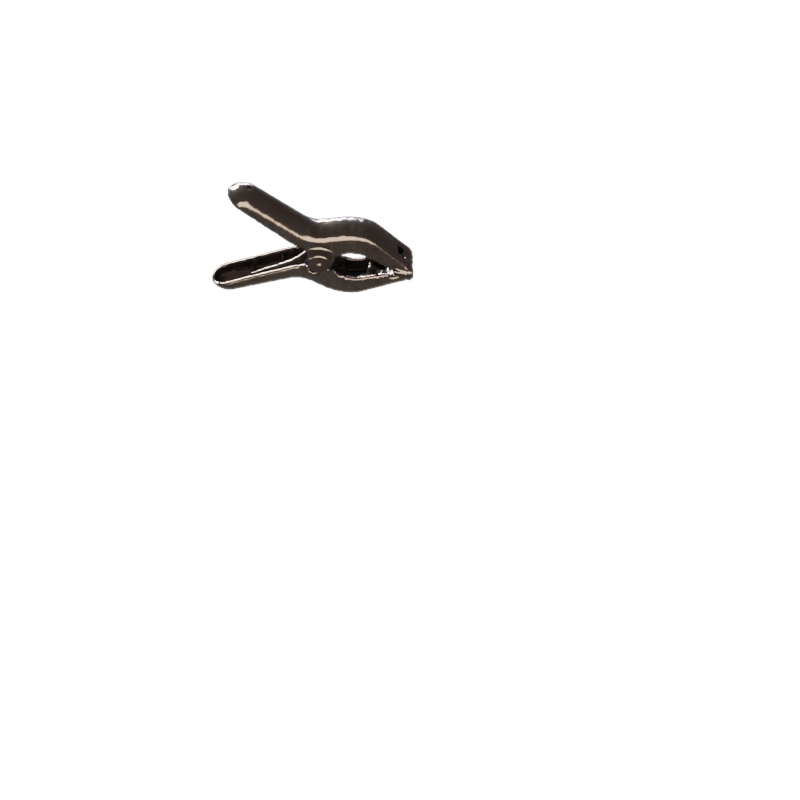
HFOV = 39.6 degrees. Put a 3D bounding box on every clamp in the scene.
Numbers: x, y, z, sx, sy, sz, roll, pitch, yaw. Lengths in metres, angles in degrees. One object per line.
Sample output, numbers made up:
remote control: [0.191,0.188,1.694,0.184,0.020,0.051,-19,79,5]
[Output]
clamp: [-0.072,-0.131,0.920,0.171,0.042,0.113,1,-31,-2]
